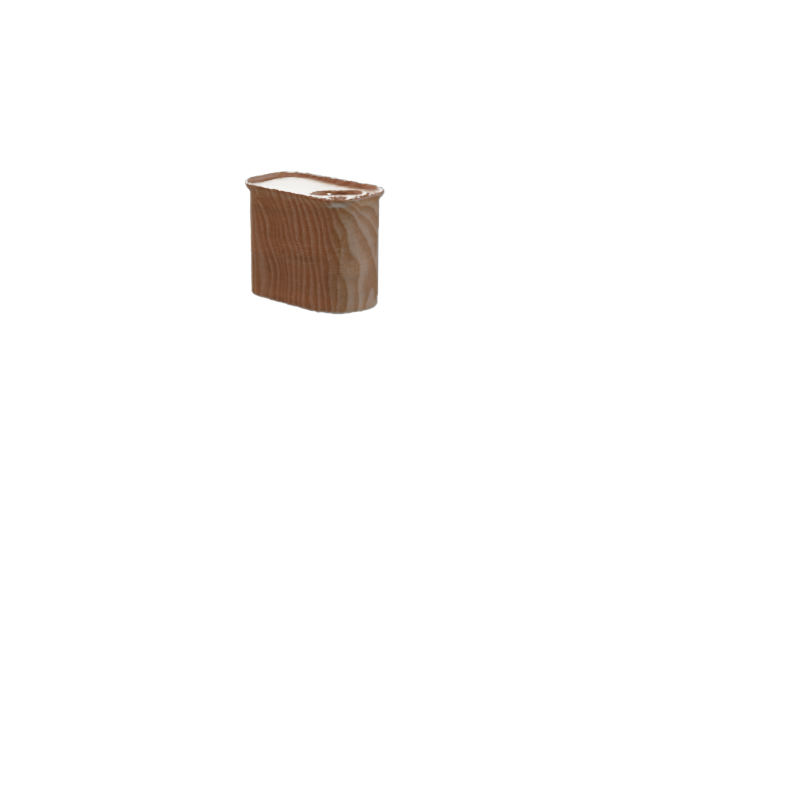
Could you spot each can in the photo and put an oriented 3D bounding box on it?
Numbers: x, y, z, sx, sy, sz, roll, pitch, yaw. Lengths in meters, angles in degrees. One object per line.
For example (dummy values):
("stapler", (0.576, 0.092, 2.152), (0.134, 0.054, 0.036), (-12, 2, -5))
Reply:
("can", (-0.061, -0.112, 0.786), (0.108, 0.081, 0.056), (17, 23, 38))
